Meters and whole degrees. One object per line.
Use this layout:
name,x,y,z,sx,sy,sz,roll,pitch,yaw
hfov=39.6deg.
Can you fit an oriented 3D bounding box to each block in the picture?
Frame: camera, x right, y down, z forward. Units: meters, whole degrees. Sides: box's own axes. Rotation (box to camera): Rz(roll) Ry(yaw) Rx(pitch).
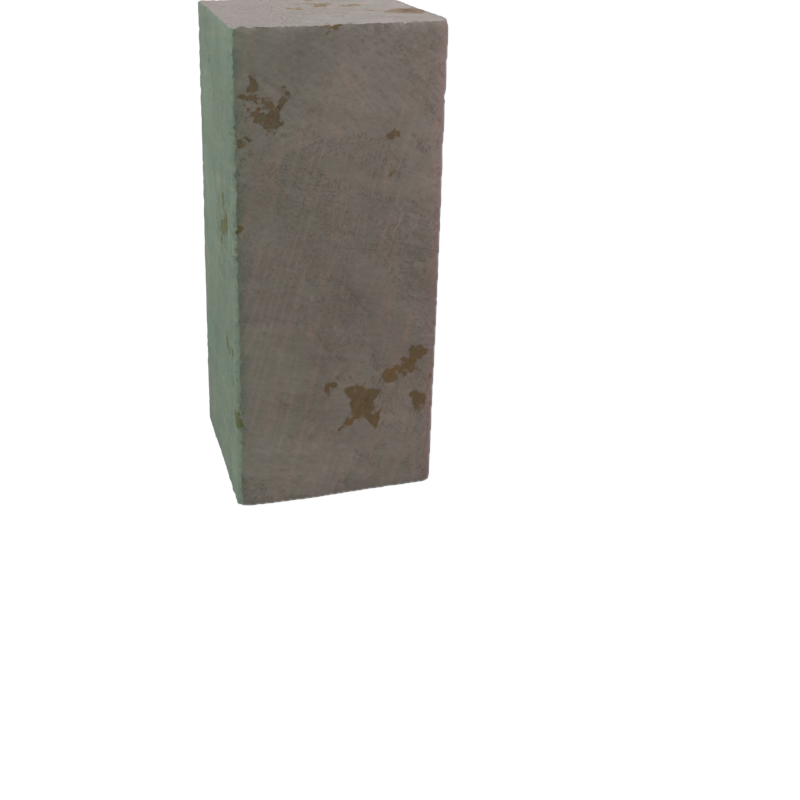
block,-0.038,-0.071,0.495,0.089,0.197,0.096,-5,21,-16
